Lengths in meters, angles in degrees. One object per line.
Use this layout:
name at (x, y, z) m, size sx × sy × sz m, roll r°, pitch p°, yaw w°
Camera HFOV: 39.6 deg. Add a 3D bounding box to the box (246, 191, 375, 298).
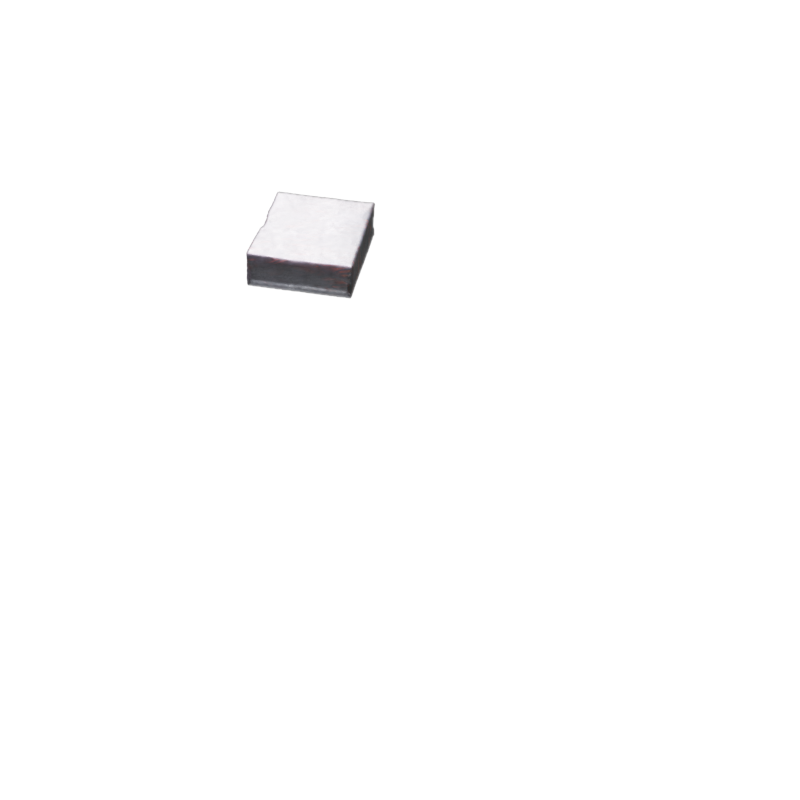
box at (-0.061, -0.110, 0.773) m, size 0.074 × 0.028 × 0.094 m, roll 7°, pitch 38°, yaw 9°
